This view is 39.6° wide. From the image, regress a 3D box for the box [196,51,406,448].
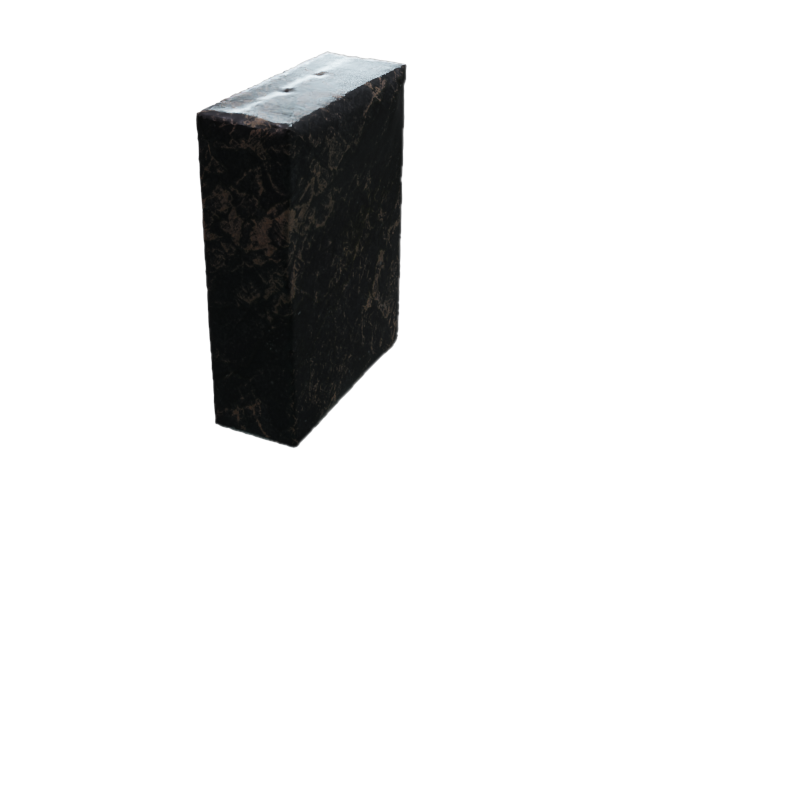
[{"bbox_3d":[-0.057,-0.104,0.729,0.075,0.202,0.167,13,30,21],"label":"box"}]
